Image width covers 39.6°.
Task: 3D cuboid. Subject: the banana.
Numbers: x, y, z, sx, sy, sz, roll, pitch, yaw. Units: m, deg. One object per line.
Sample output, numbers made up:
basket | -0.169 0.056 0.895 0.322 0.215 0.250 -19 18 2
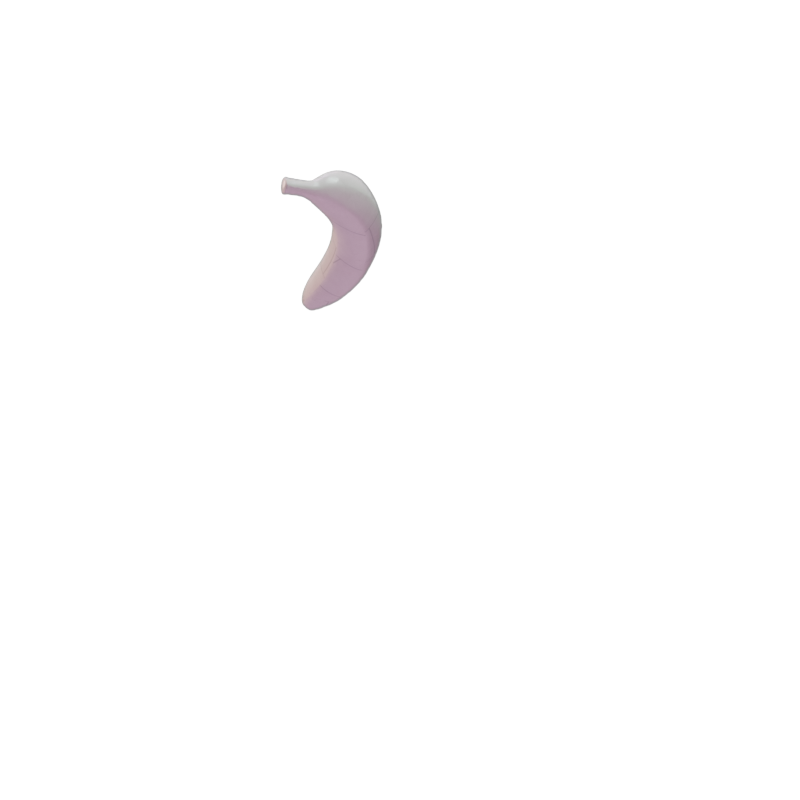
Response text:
banana | -0.048 -0.124 0.851 0.070 0.039 0.186 -1 -24 1
